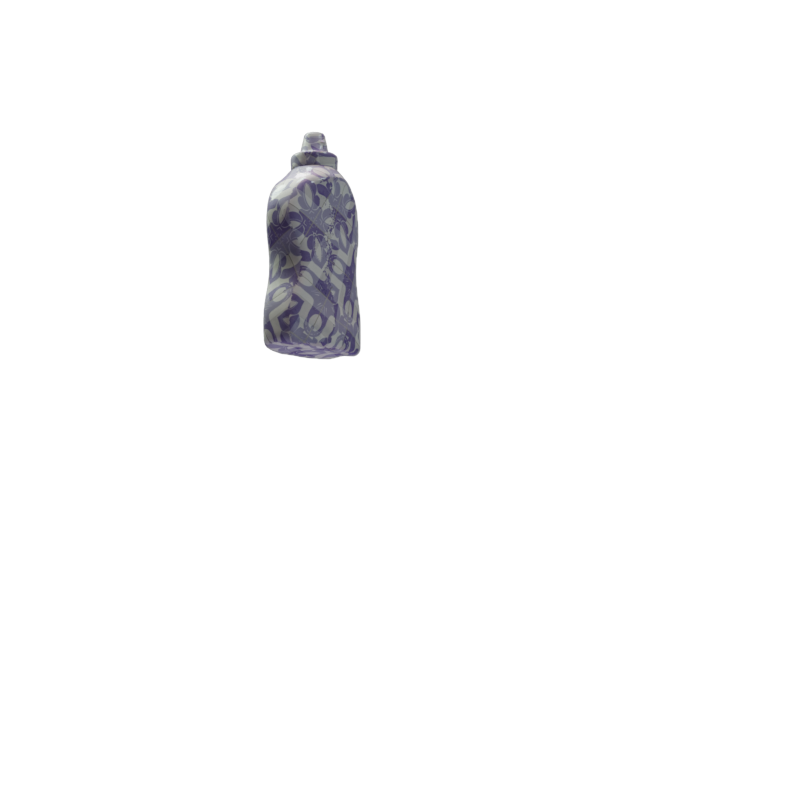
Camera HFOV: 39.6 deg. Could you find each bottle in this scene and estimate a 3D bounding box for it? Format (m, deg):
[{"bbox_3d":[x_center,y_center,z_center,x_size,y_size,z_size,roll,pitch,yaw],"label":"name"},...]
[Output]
[{"bbox_3d":[-0.073,-0.135,0.943,0.060,0.198,0.091,-11,-16,38],"label":"bottle"}]
